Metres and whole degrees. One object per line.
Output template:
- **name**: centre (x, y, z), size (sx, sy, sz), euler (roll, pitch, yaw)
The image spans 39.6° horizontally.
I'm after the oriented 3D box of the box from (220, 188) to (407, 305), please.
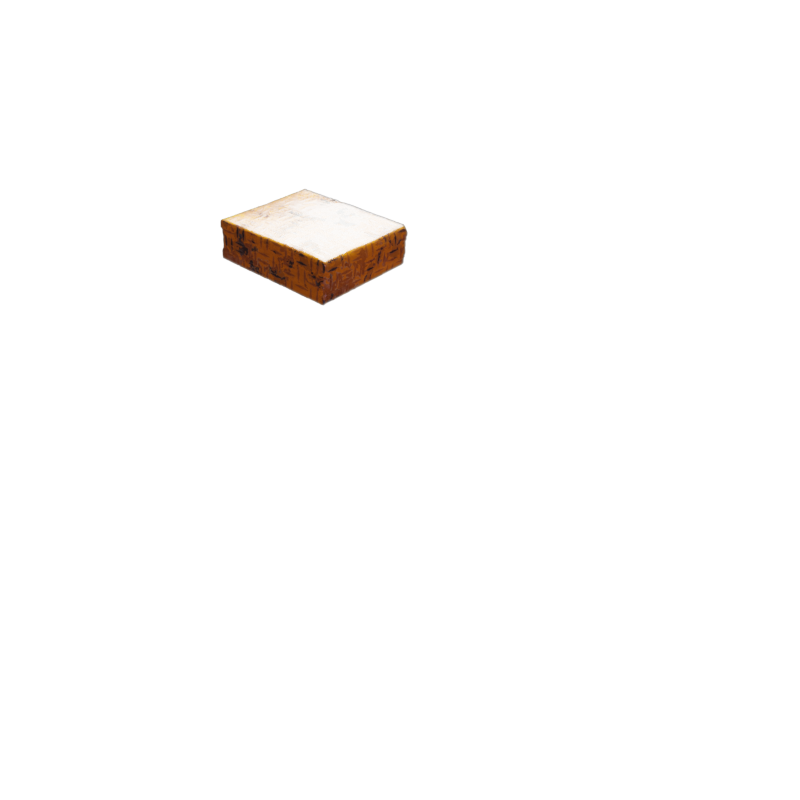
- **box**: centre (-0.052, -0.096, 0.671), size (0.095, 0.028, 0.073), euler (25, 38, 36)
